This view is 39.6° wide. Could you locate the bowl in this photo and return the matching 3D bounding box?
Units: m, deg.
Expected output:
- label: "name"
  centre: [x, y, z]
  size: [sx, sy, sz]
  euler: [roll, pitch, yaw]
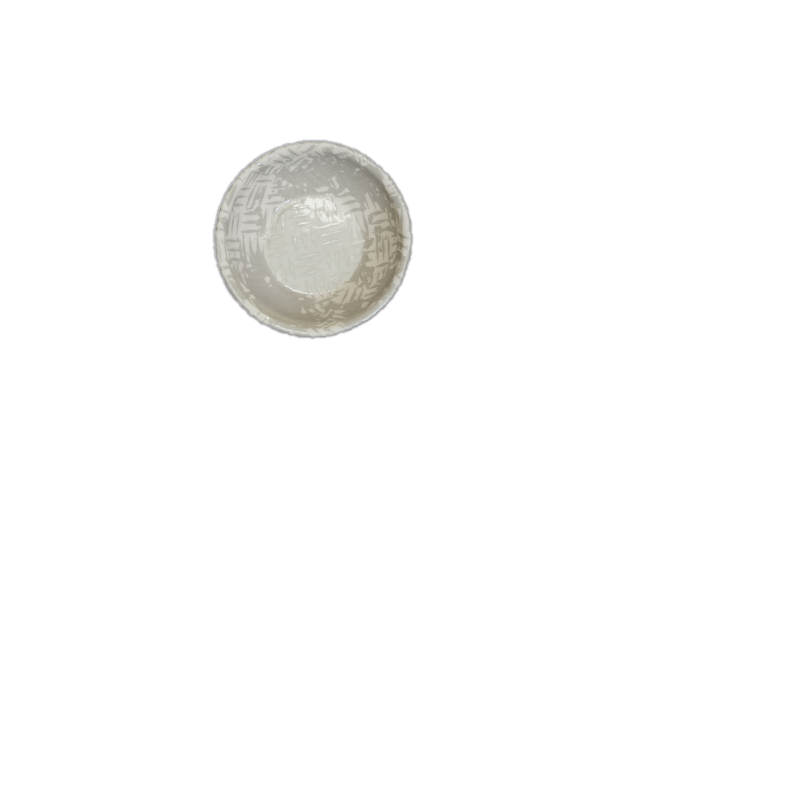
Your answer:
- label: "bowl"
  centre: [-0.073, -0.133, 0.928]
  size: [0.162, 0.164, 0.054]
  euler: [0, -5, 0]
